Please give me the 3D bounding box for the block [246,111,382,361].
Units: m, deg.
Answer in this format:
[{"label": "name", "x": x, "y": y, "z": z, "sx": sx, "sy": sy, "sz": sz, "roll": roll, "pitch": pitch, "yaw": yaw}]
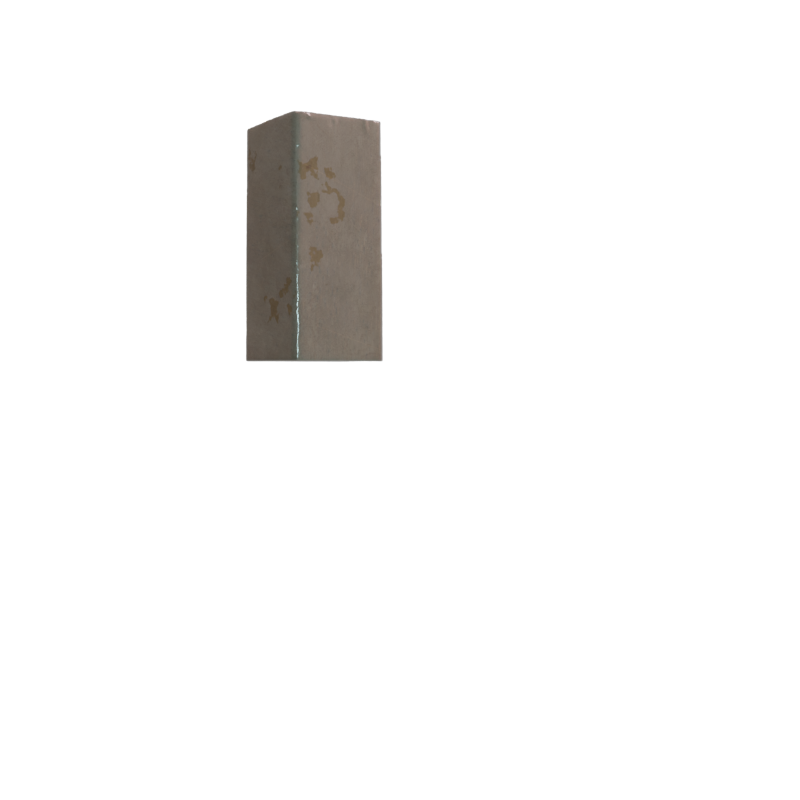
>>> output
[{"label": "block", "x": -0.075, "y": -0.137, "z": 0.961, "sx": 0.087, "sy": 0.209, "sz": 0.092, "roll": 3, "pitch": -6, "yaw": -33}]
